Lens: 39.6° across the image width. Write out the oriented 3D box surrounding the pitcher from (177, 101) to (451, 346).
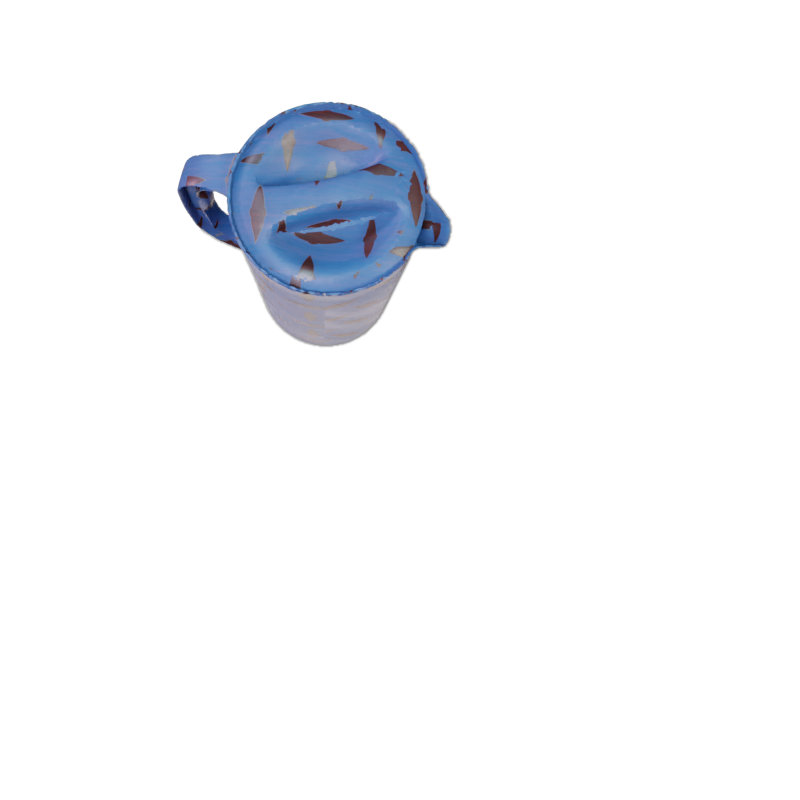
[{"bbox_3d":[-0.065,-0.118,0.830,0.145,0.154,0.236,-31,-8,-9],"label":"pitcher"}]
